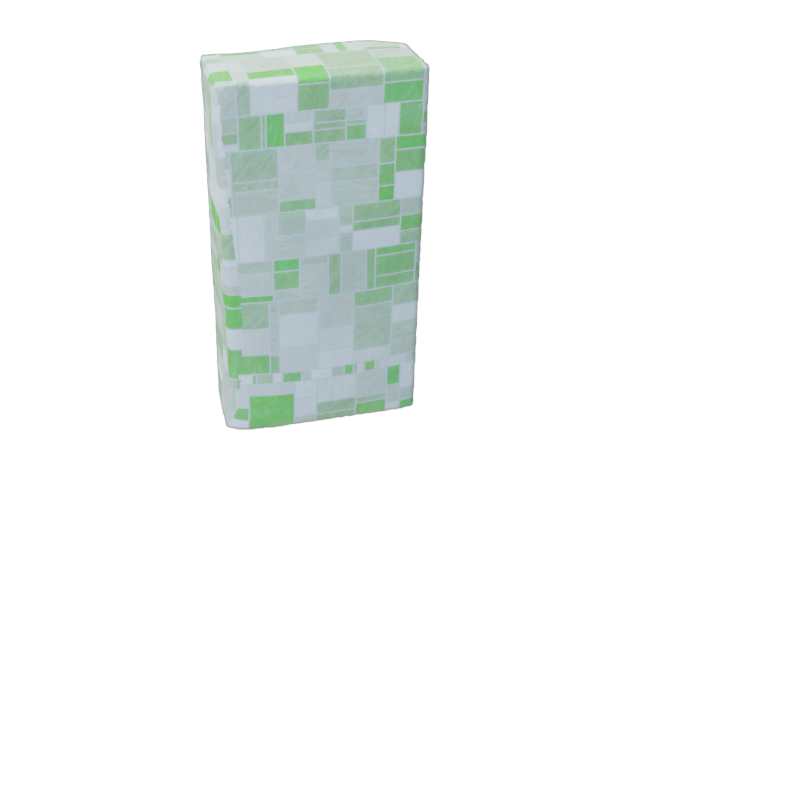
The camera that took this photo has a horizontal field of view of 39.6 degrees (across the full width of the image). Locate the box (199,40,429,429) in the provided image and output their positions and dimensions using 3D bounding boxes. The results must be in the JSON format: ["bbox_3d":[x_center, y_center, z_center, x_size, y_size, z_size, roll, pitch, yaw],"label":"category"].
[{"bbox_3d":[-0.039,-0.072,0.504,0.092,0.166,0.052,-6,30,-14],"label":"box"}]
